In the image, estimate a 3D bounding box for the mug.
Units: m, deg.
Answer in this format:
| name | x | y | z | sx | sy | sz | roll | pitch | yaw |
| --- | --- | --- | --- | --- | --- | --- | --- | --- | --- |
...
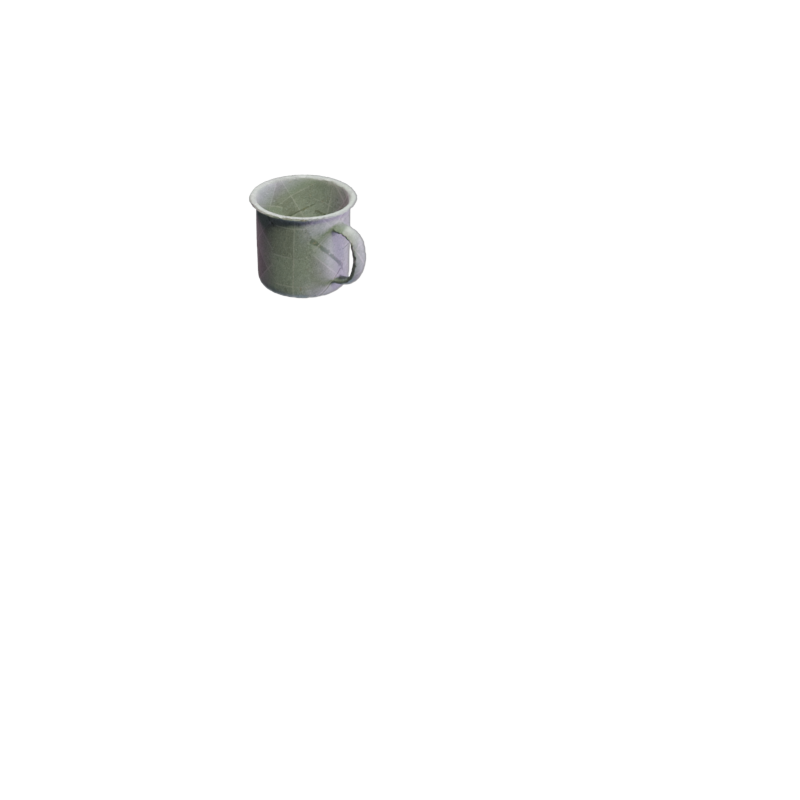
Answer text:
| name | x | y | z | sx | sy | sz | roll | pitch | yaw |
| --- | --- | --- | --- | --- | --- | --- | --- | --- | --- |
| mug | -0.076 | -0.138 | 0.966 | 0.124 | 0.077 | 0.093 | 25 | 39 | 33 |
